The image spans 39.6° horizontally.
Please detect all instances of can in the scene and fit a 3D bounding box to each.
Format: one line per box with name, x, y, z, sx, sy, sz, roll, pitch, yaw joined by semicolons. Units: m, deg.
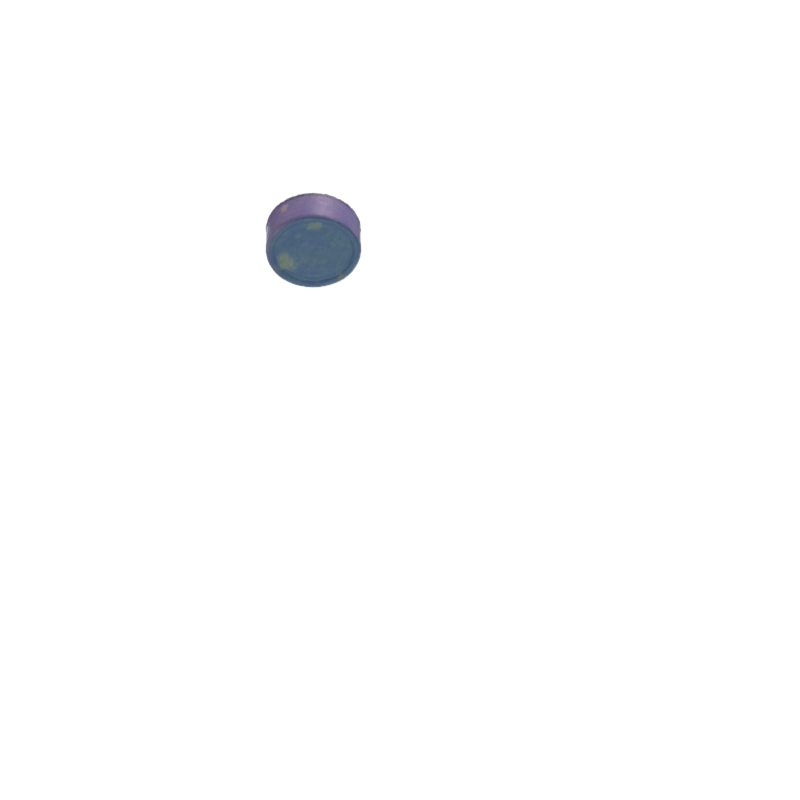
can;-0.077;-0.141;0.987;0.086;0.080;0.036;1;45;-1
